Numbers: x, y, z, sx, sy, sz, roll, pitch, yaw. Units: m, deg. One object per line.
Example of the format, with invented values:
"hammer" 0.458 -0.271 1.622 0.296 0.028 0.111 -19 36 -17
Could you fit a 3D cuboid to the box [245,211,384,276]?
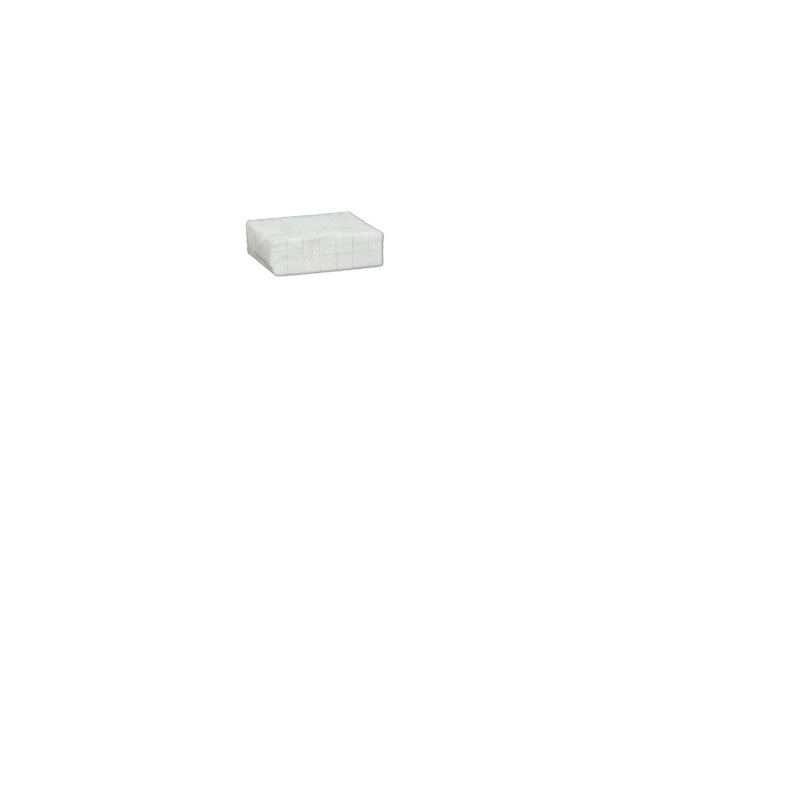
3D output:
"box" -0.066 -0.121 0.847 0.087 0.029 0.078 -8 22 -19
